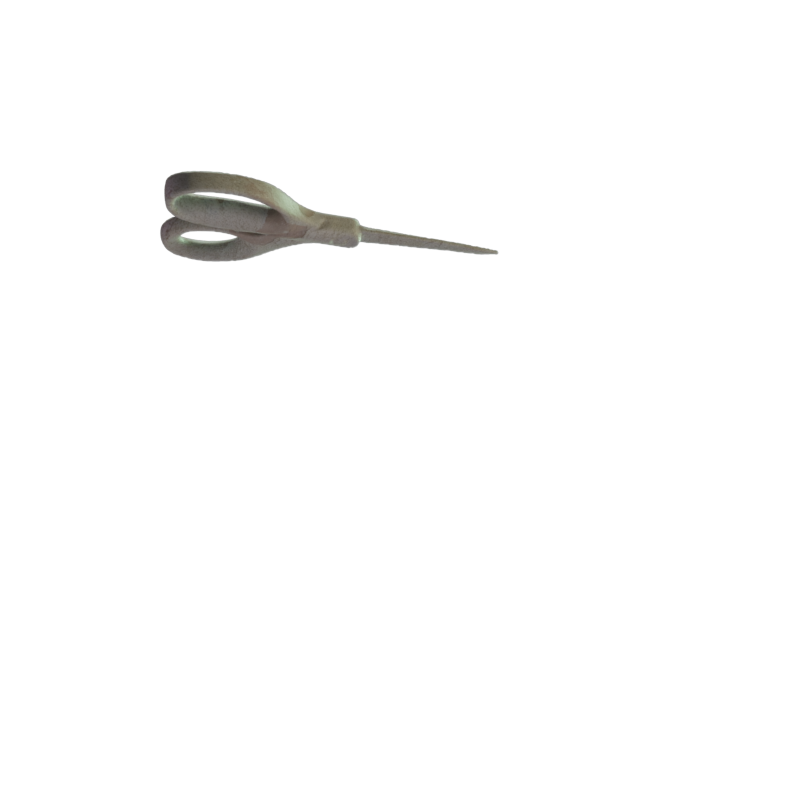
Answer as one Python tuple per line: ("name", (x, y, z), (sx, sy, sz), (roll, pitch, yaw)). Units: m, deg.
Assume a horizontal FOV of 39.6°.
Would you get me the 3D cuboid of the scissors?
("scissors", (-0.050, -0.092, 0.644), (0.192, 0.017, 0.096), (12, -22, -32))
